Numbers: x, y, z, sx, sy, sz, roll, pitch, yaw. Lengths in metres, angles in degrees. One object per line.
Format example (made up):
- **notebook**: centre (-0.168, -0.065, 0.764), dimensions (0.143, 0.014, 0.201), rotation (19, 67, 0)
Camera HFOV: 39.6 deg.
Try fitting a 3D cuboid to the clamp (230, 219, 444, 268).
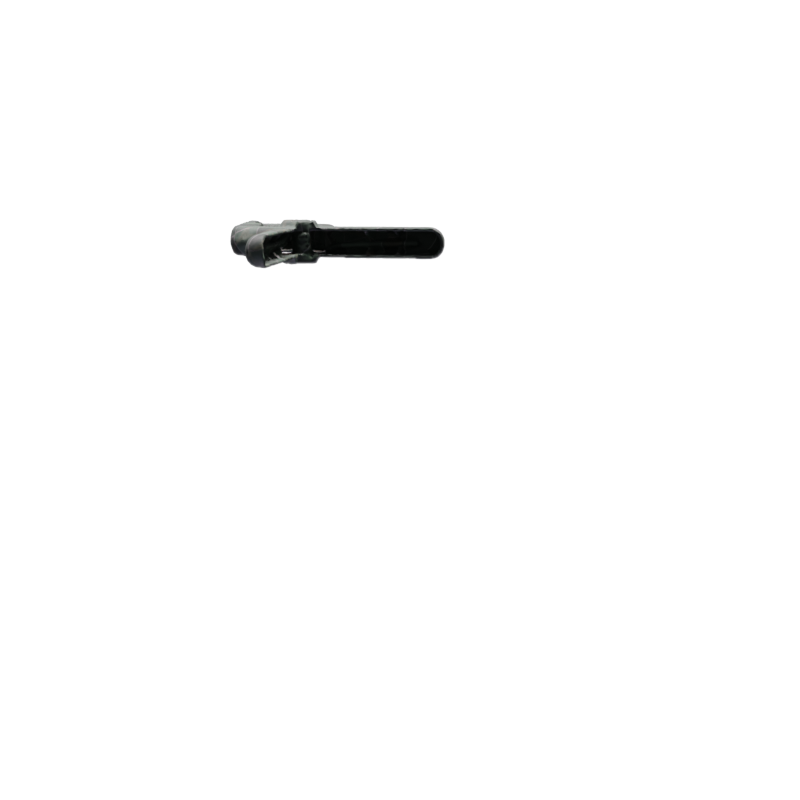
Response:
- **clamp**: centre (-0.072, -0.131, 0.919), dimensions (0.161, 0.036, 0.218), rotation (-4, 11, -21)
